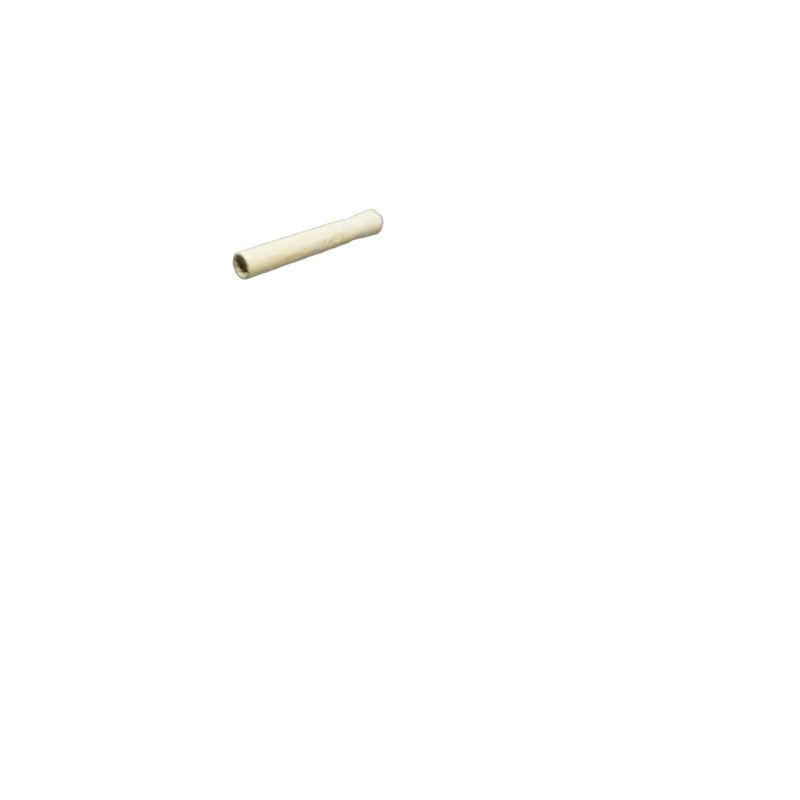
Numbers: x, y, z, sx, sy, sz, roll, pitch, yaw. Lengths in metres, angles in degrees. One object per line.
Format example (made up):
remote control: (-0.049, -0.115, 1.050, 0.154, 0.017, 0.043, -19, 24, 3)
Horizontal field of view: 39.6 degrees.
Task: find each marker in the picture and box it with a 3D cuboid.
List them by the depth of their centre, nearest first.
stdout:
marker: (-0.058, -0.106, 0.742, 0.120, 0.019, 0.021, -25, 19, -36)
